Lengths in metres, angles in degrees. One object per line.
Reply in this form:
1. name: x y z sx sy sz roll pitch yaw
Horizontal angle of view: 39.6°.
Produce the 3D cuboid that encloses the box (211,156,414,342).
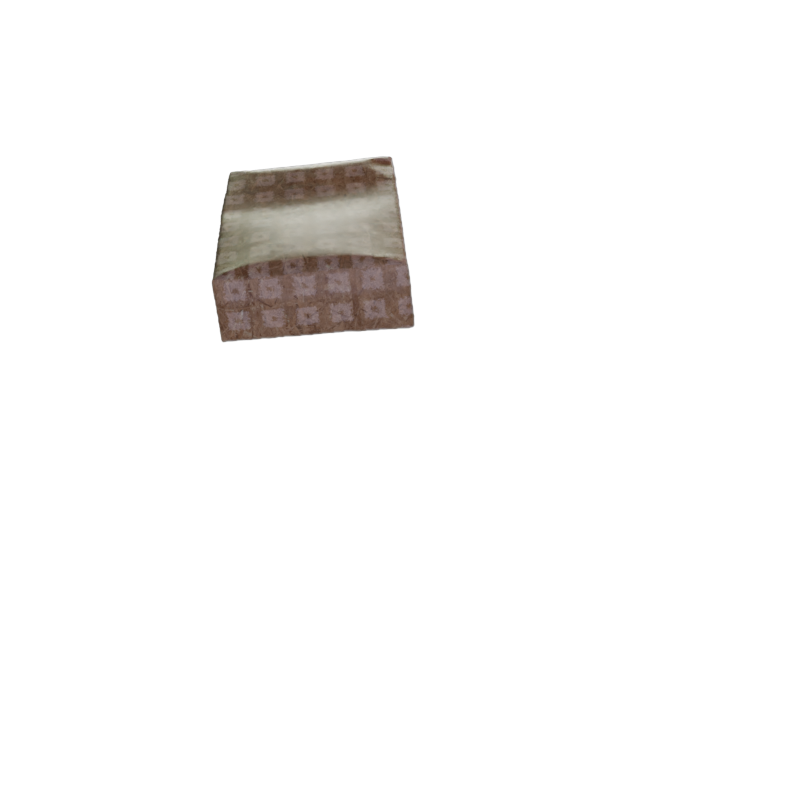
1. box: -0.078 -0.143 0.998 0.164 0.067 0.228 -6 35 1
